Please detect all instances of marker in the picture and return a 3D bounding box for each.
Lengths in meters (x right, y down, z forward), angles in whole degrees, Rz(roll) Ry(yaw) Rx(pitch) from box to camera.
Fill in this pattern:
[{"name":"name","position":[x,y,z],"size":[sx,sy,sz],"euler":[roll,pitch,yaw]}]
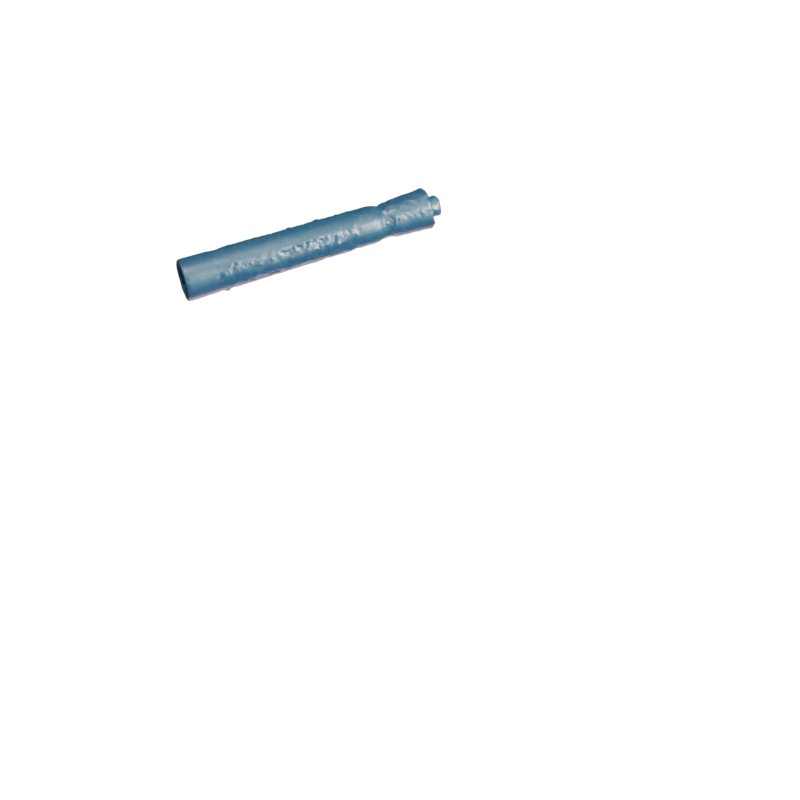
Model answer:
[{"name":"marker","position":[-0.038,-0.070,0.489],"size":[0.120,0.019,0.020],"euler":[-18,9,-13]}]
